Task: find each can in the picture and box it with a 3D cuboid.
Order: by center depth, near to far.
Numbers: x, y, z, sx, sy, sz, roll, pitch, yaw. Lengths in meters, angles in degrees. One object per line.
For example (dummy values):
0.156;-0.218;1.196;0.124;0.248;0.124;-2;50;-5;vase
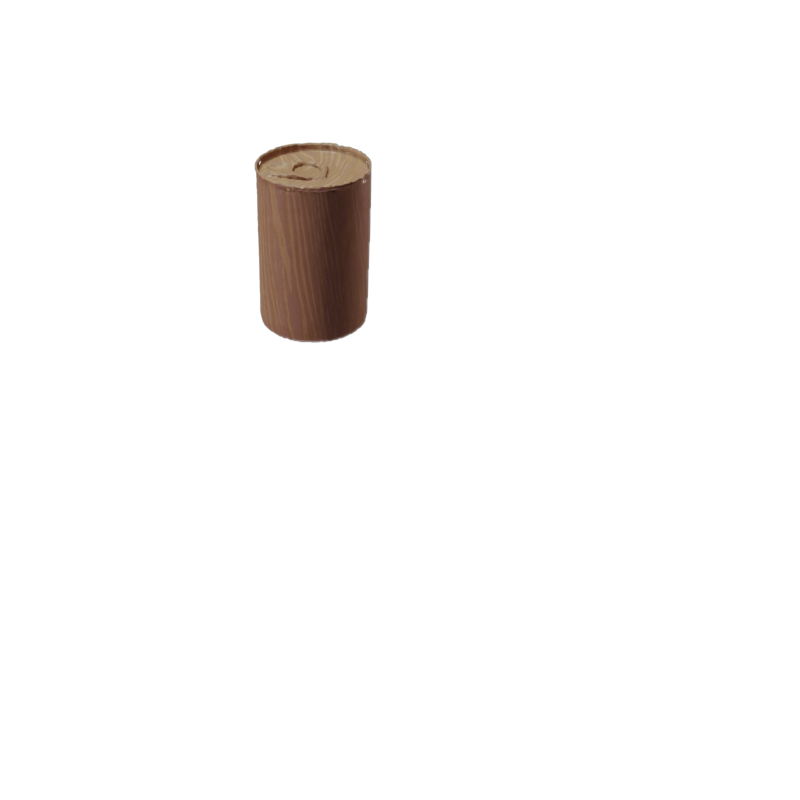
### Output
-0.052;-0.094;0.661;0.068;0.096;0.073;0;30;-2;can
